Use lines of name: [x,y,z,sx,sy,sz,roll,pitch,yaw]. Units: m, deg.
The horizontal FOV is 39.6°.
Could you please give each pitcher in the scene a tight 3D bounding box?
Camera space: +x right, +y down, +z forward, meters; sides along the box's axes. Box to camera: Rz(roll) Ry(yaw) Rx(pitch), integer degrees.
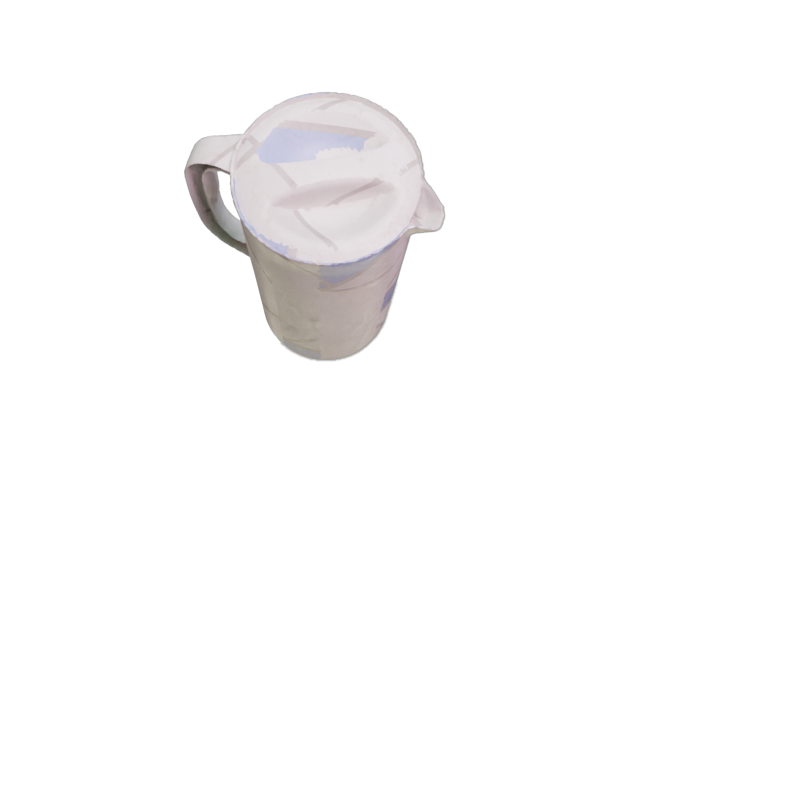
pitcher: [-0.067,-0.122,0.853,0.145,0.157,0.231,-27,-17,-12]
